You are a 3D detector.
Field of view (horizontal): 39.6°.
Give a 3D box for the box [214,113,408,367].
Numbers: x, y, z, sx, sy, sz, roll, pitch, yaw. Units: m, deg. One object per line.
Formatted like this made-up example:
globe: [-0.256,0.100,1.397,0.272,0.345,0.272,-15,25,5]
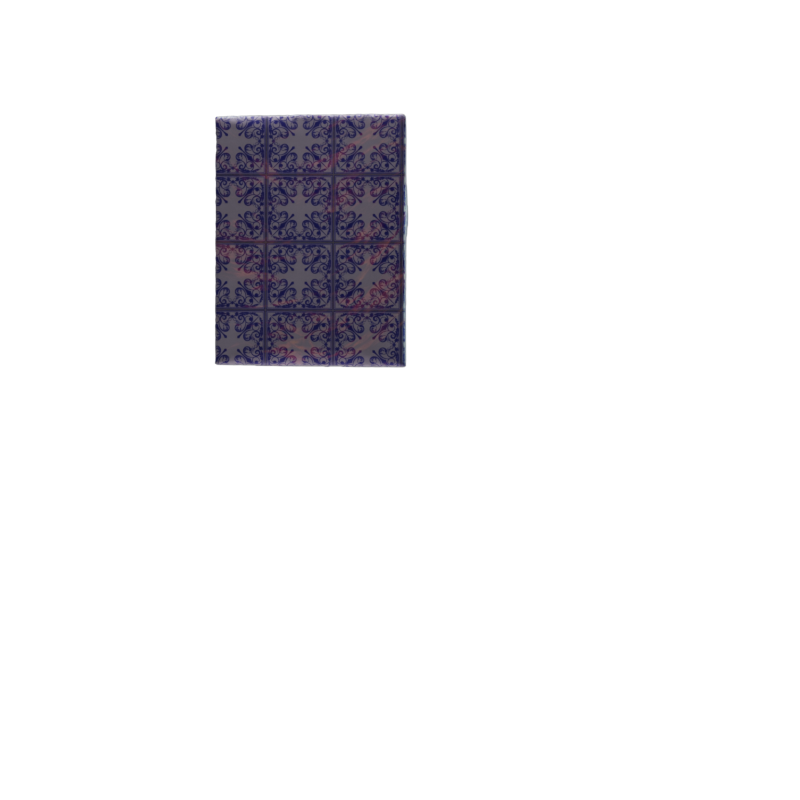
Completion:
box: [-0.075,-0.137,0.963,0.165,0.214,0.071,0,0,4]
